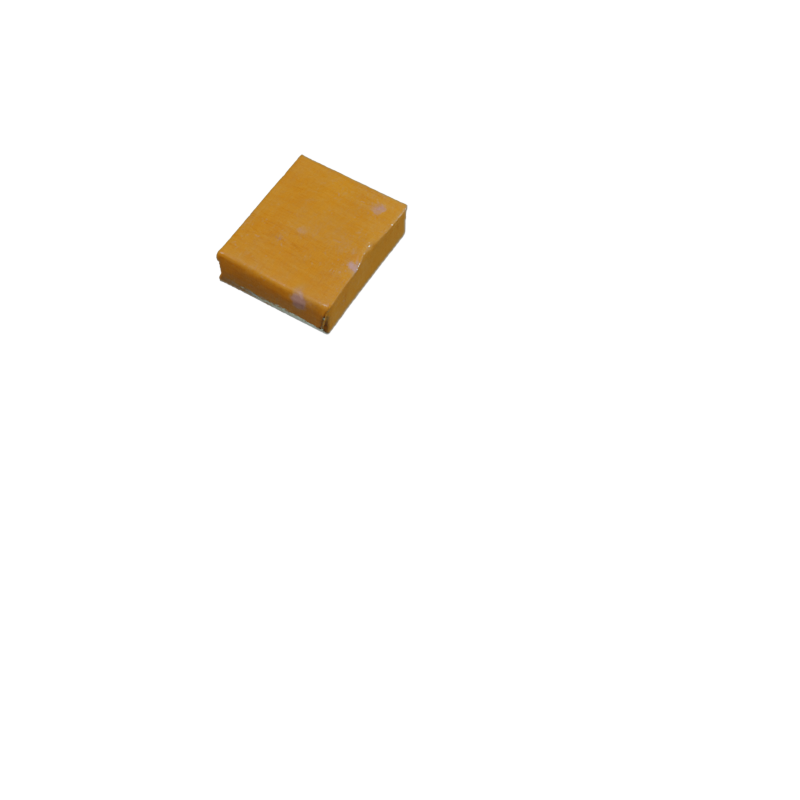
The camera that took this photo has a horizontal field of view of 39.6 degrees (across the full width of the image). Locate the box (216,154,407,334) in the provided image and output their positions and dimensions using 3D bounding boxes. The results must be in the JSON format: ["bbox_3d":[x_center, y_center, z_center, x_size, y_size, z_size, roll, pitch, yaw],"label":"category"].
[{"bbox_3d":[-0.049,-0.089,0.625,0.076,0.092,0.028,26,-31,17],"label":"box"}]
